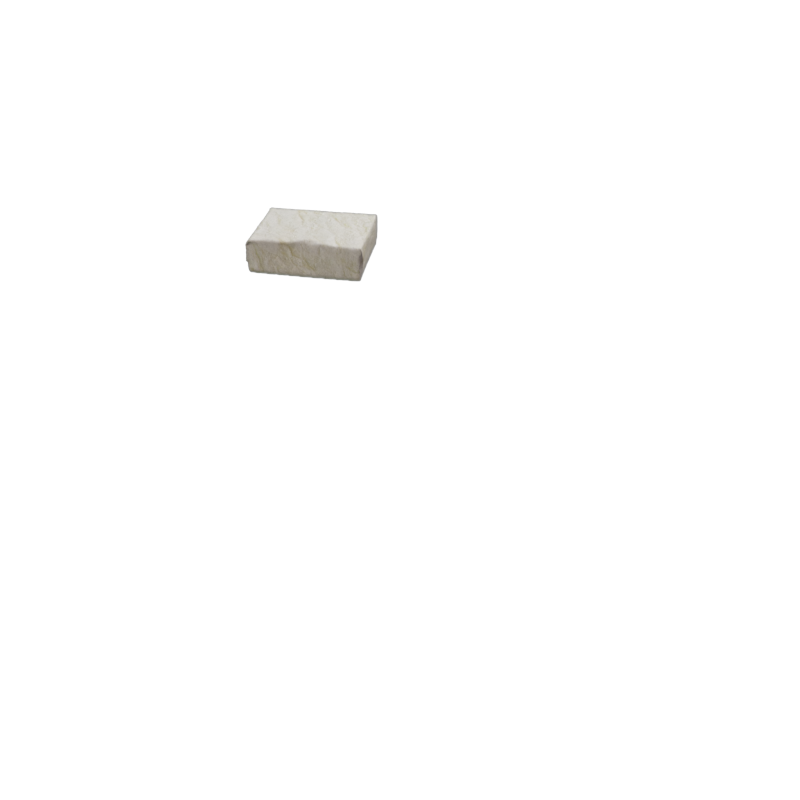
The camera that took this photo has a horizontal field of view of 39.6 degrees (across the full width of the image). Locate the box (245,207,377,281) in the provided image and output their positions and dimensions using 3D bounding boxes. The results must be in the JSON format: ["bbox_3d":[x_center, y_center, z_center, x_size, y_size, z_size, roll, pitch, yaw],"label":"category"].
[{"bbox_3d":[-0.067,-0.122,0.852,0.091,0.029,0.076,5,28,9],"label":"box"}]
